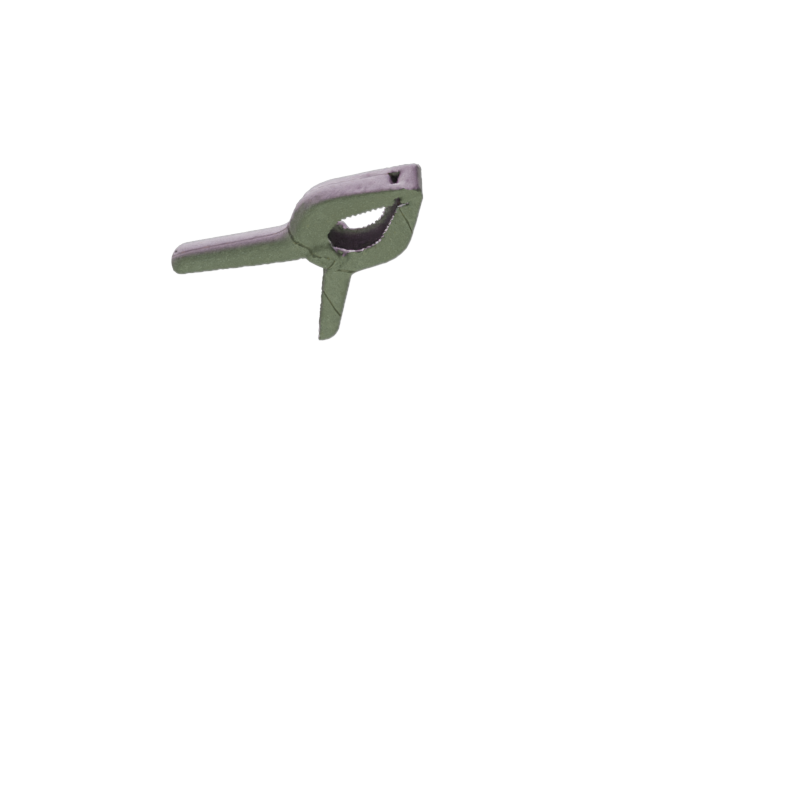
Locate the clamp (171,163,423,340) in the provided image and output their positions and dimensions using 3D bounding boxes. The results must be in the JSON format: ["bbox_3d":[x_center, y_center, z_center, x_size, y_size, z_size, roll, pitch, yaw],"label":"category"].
[{"bbox_3d":[-0.067,-0.122,0.857,0.156,0.039,0.207,21,-38,-29],"label":"clamp"}]
